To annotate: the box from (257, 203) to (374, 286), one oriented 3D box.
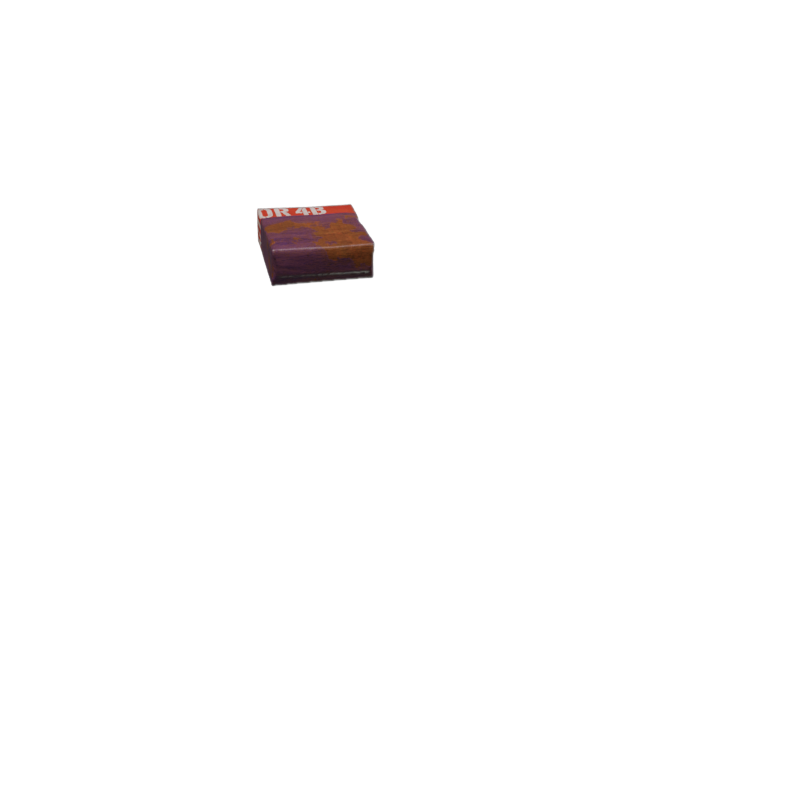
[{"bbox_3d":[-0.063,-0.115,0.803,0.072,0.029,0.095,-5,28,-10],"label":"box"}]
